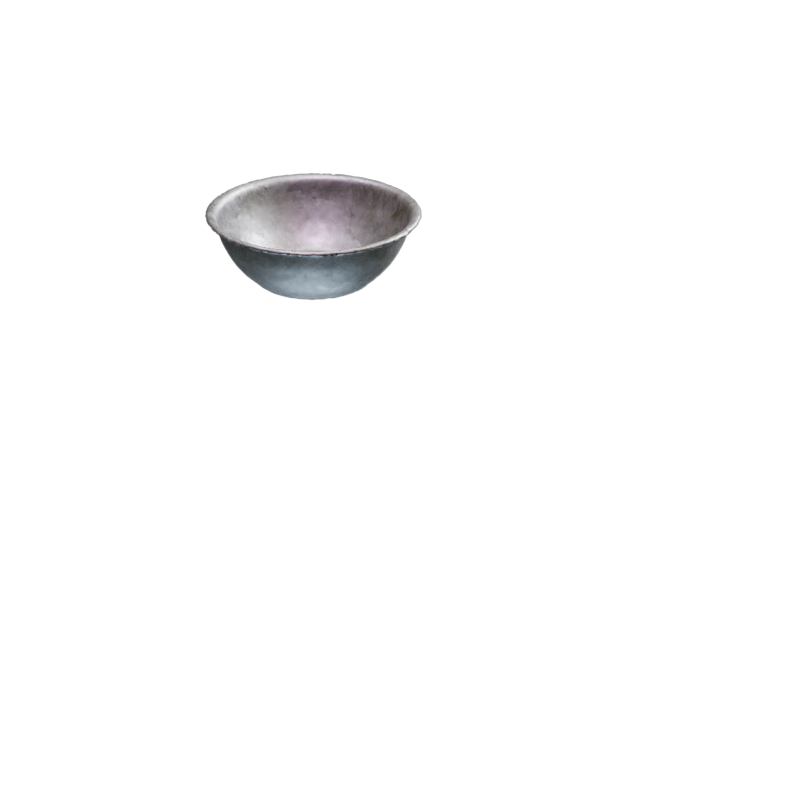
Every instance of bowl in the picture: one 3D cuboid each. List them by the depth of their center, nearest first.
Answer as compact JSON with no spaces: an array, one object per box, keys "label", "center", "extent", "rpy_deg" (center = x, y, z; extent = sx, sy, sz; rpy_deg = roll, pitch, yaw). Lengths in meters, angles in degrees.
[{"label":"bowl","center":[-0.066,-0.120,0.840],"extent":[0.162,0.052,0.172],"rpy_deg":[-1,29,-2]}]
